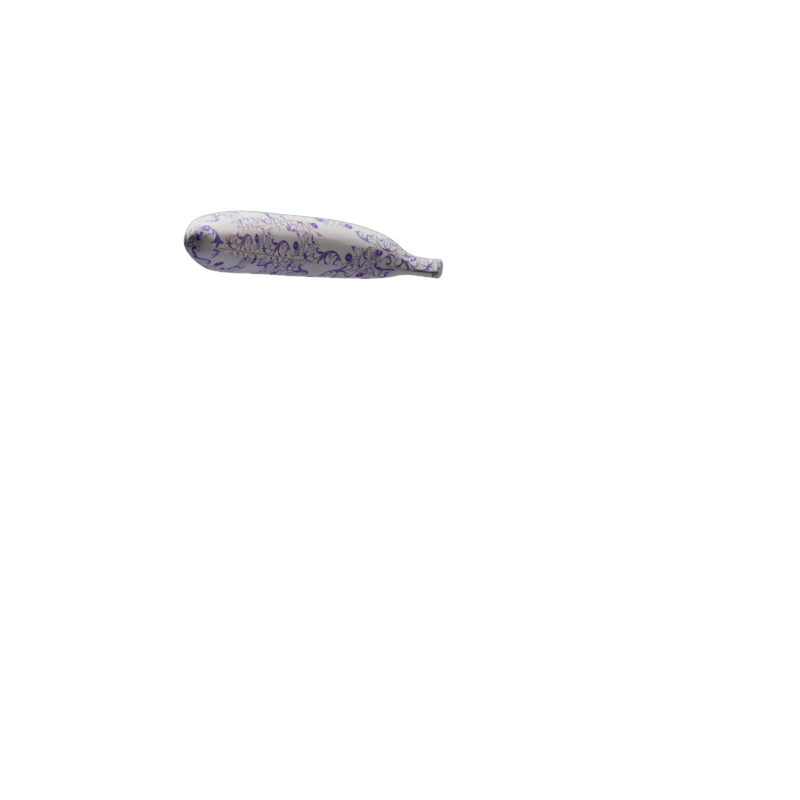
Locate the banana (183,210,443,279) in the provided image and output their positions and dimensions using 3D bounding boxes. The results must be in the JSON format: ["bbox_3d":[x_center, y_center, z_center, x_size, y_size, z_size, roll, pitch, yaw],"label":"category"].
[{"bbox_3d":[-0.061,-0.091,0.645,0.072,0.037,0.190,2,4,43],"label":"banana"}]
